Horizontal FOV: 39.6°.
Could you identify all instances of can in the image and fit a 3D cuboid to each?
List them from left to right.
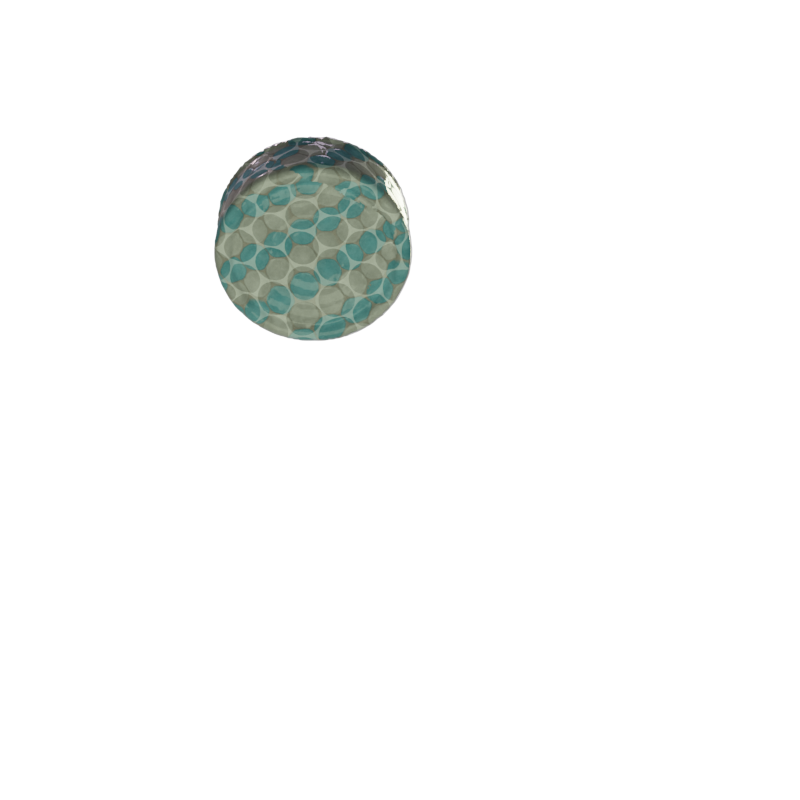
[{"bbox_3d":[-0.038,-0.069,0.483,0.086,0.081,0.036,1,30,-1],"label":"can"}]
